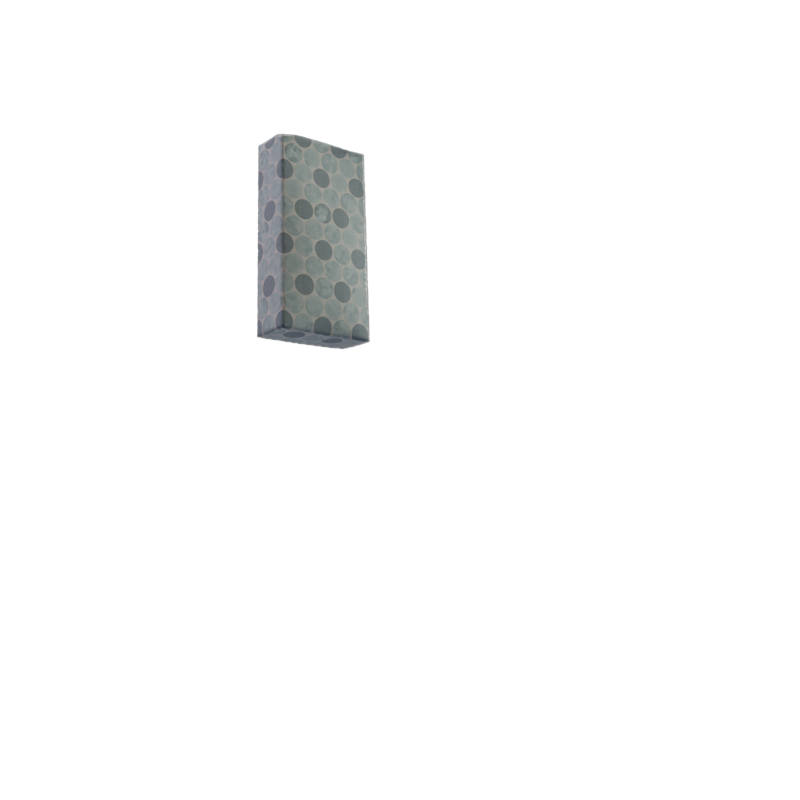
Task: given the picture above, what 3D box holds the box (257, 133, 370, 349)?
[{"bbox_3d":[-0.075,-0.137,0.957,0.089,0.183,0.048,10,-20,-35],"label":"box"}]
